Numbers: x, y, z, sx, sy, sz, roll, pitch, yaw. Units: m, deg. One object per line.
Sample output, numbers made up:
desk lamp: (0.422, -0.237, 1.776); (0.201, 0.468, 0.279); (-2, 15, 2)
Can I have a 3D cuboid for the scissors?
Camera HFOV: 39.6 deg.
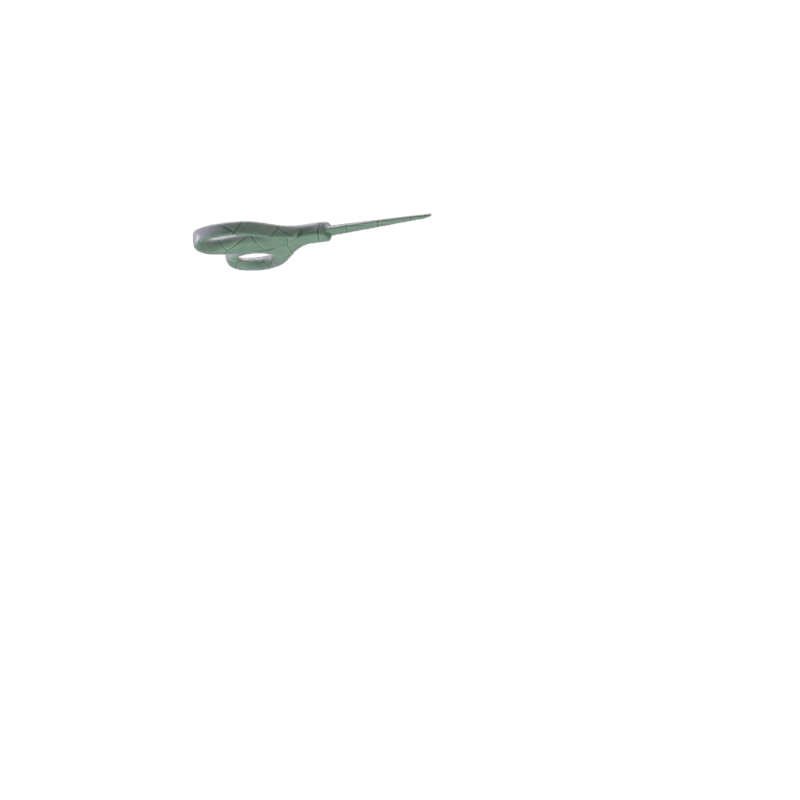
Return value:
scissors: (-0.074, -0.135, 0.942); (0.203, 0.016, 0.091); (-1, -15, 5)
